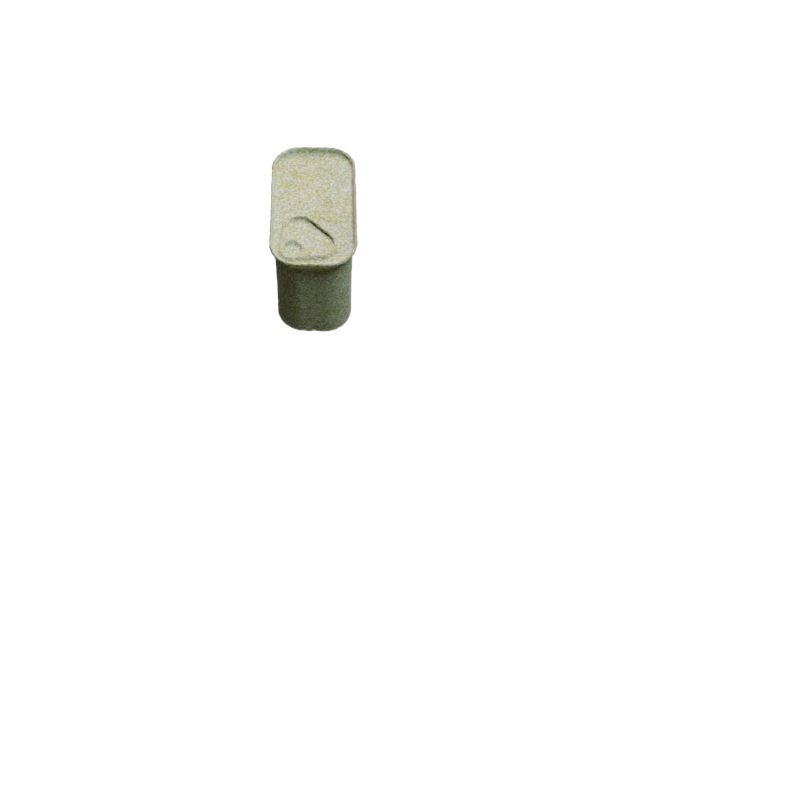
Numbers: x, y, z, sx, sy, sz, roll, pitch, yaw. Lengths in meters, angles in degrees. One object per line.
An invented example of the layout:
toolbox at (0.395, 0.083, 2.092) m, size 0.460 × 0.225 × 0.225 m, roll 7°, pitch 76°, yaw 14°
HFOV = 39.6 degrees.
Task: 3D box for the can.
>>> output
can at (-0.060, -0.110, 0.769) m, size 0.057 × 0.109 × 0.078 m, roll 0°, pitch -34°, yaw -3°
